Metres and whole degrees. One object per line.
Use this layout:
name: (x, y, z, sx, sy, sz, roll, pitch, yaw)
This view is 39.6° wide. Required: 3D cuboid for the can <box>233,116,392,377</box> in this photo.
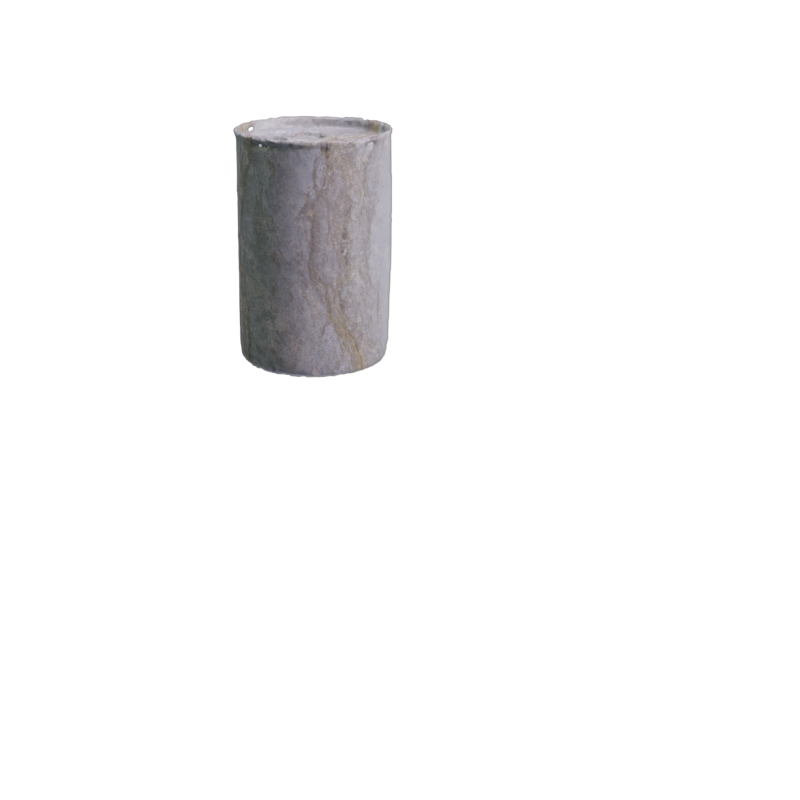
can: (-0.038, -0.069, 0.486, 0.068, 0.098, 0.071, 0, 18, -2)
